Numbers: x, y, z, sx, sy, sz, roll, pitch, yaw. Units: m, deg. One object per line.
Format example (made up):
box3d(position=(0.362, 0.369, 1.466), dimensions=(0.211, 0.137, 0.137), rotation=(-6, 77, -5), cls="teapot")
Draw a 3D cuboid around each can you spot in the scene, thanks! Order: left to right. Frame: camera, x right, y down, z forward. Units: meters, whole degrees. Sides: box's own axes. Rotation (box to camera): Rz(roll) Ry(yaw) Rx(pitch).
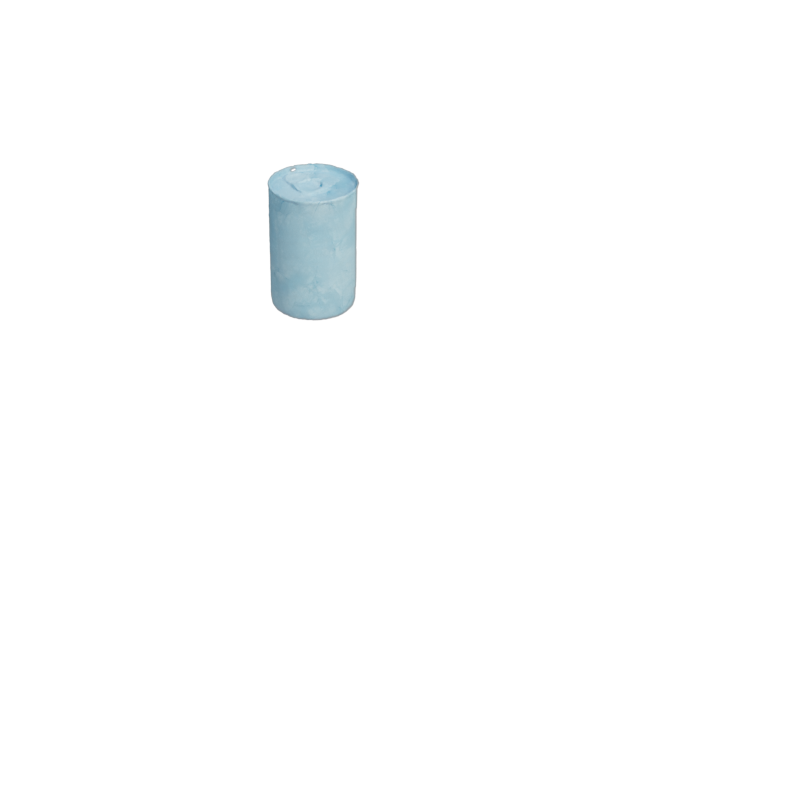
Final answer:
box3d(position=(-0.066, -0.121, 0.846), dimensions=(0.068, 0.096, 0.073), rotation=(0, 32, -3), cls="can")
